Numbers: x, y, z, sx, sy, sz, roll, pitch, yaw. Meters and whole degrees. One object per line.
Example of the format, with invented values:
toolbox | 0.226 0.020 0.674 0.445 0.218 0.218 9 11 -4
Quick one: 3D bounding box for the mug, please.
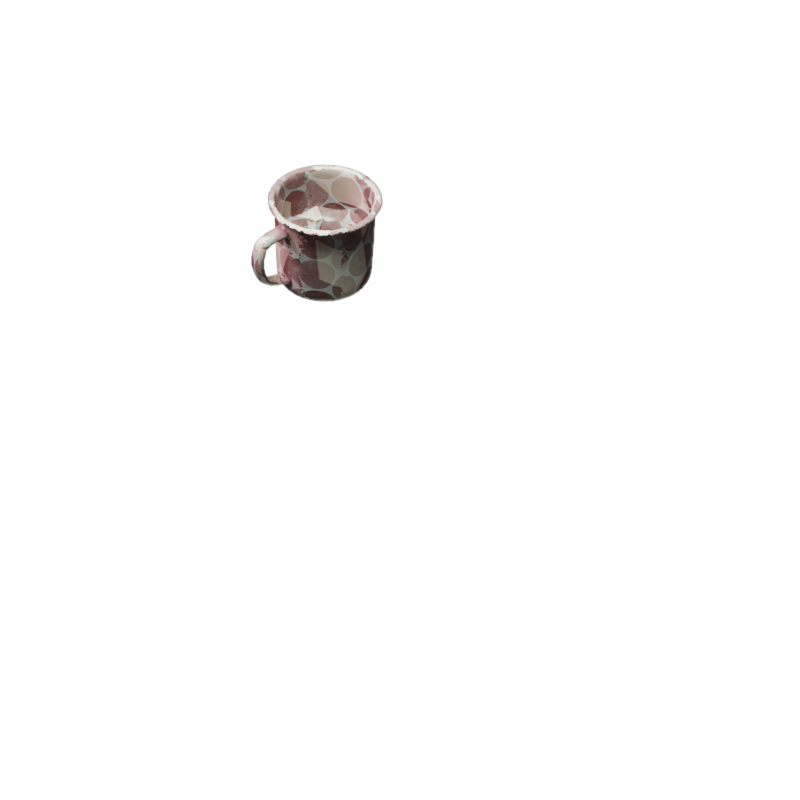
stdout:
mug | -0.072 -0.131 0.916 0.117 0.076 0.100 -30 52 -29
